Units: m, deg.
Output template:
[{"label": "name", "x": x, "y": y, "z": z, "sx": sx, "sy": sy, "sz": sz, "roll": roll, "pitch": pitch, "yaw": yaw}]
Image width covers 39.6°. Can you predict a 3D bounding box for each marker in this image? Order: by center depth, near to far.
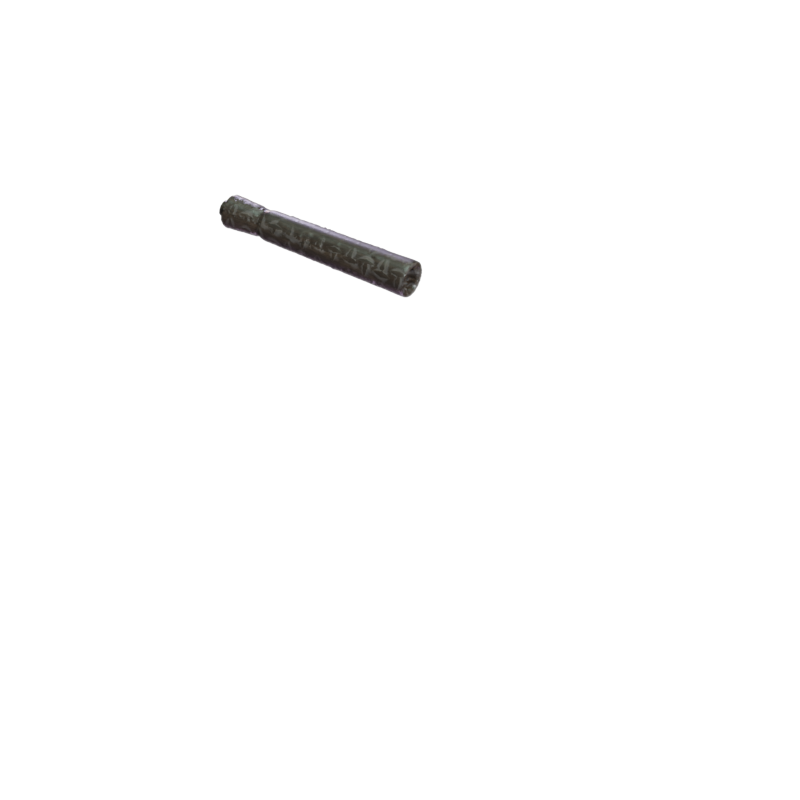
[{"label": "marker", "x": -0.045, "y": -0.081, "z": 0.570, "sx": 0.128, "sy": 0.019, "sz": 0.019, "roll": 24, "pitch": 15, "yaw": 29}]
